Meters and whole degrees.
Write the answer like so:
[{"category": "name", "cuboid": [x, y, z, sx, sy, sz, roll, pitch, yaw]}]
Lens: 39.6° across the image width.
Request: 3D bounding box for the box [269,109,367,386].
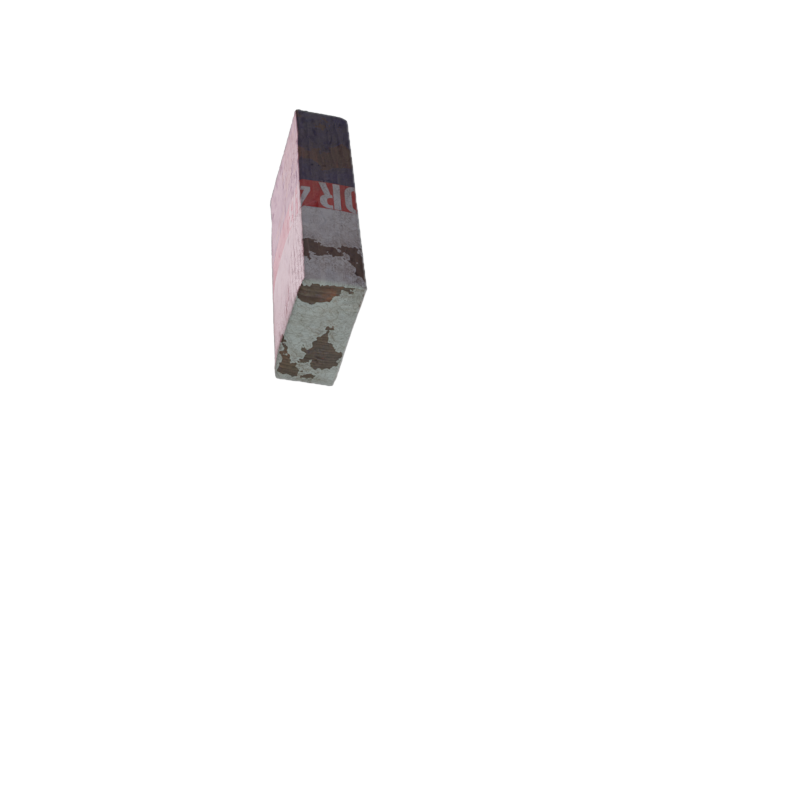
[{"category": "box", "cuboid": [-0.058, -0.106, 0.744, 0.047, 0.189, 0.088, 9, -46, -14]}]
